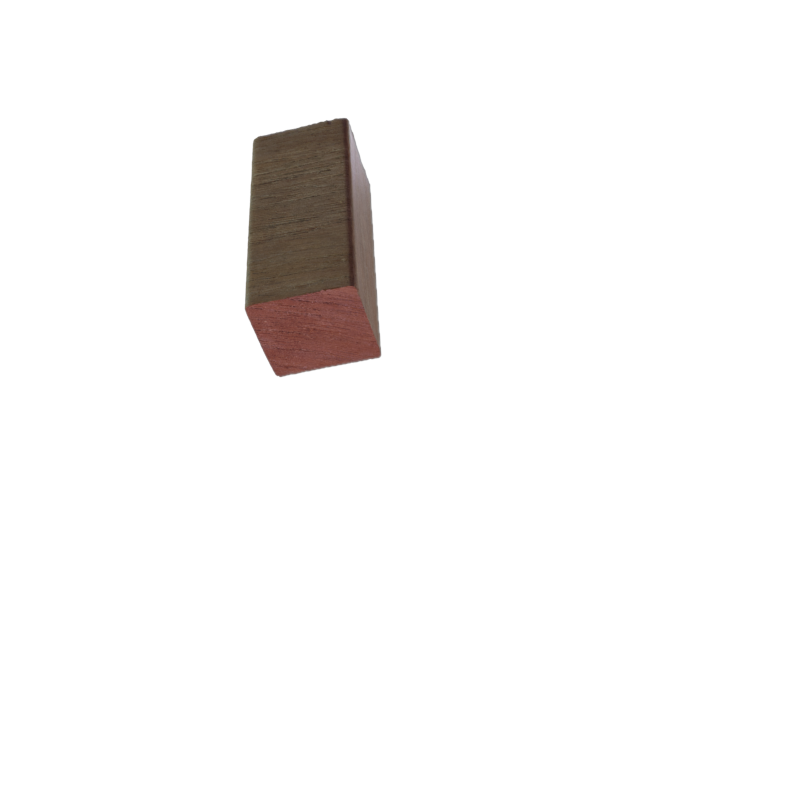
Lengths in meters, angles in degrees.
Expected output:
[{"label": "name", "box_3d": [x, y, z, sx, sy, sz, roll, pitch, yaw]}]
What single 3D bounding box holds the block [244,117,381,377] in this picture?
[{"label": "block", "box_3d": [-0.074, -0.134, 0.936, 0.091, 0.221, 0.083, -12, -43, 9]}]
